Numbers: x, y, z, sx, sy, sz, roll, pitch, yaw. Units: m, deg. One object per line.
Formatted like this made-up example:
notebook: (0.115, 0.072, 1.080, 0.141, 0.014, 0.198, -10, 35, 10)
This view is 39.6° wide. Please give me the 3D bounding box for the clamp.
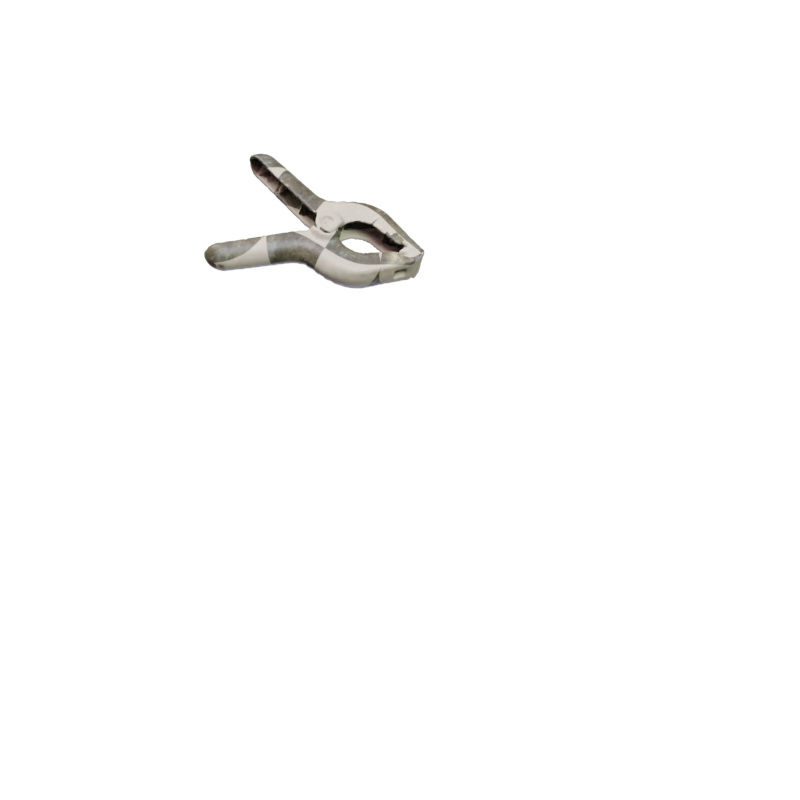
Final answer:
clamp: (-0.070, -0.128, 0.896, 0.176, 0.124, 0.037, 23, -28, 13)
